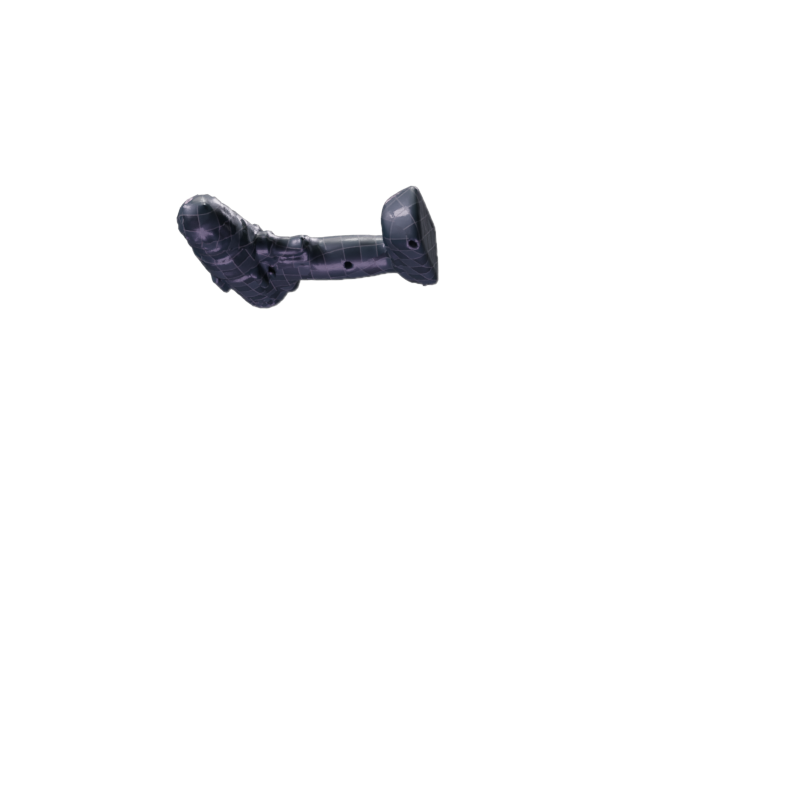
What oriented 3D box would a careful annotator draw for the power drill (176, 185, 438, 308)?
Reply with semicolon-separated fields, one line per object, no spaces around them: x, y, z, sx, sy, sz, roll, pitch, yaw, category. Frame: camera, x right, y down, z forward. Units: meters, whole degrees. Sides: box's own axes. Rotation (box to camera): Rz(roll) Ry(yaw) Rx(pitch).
-0.070;-0.128;0.895;0.190;0.060;0.174;-3;-14;13;power drill
